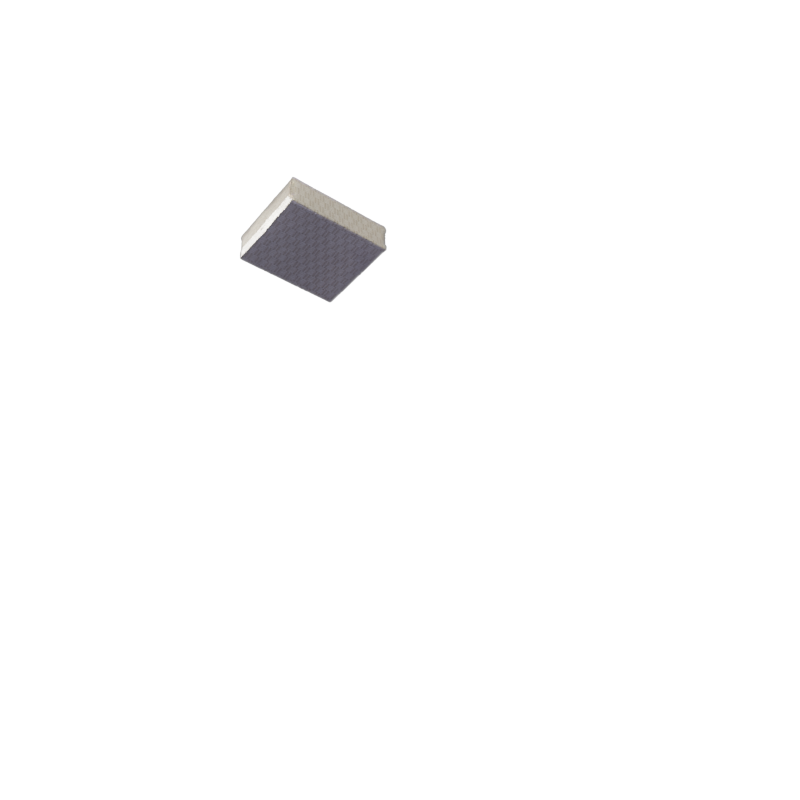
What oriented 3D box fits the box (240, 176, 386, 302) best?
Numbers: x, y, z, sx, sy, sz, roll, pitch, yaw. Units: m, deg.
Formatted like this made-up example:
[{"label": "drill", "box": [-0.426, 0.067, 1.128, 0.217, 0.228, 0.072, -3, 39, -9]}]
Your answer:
[{"label": "box", "box": [-0.066, -0.121, 0.849, 0.085, 0.032, 0.071, 26, -49, -25]}]
